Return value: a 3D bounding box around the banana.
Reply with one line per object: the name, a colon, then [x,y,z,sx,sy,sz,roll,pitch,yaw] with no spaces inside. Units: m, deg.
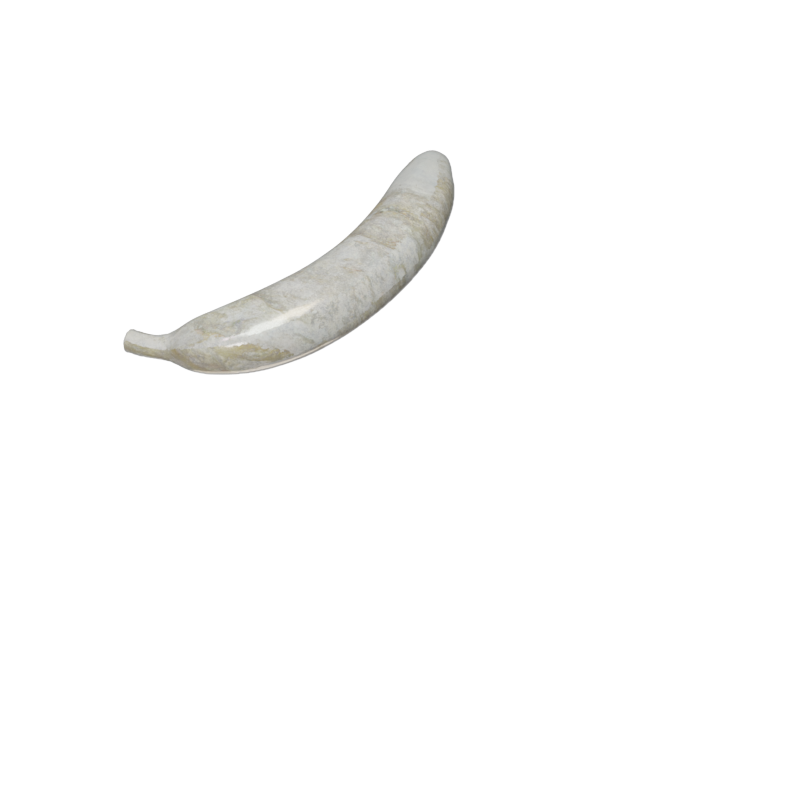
banana: [-0.033,-0.063,0.526,0.198,0.034,0.074,-34,58,-26]
